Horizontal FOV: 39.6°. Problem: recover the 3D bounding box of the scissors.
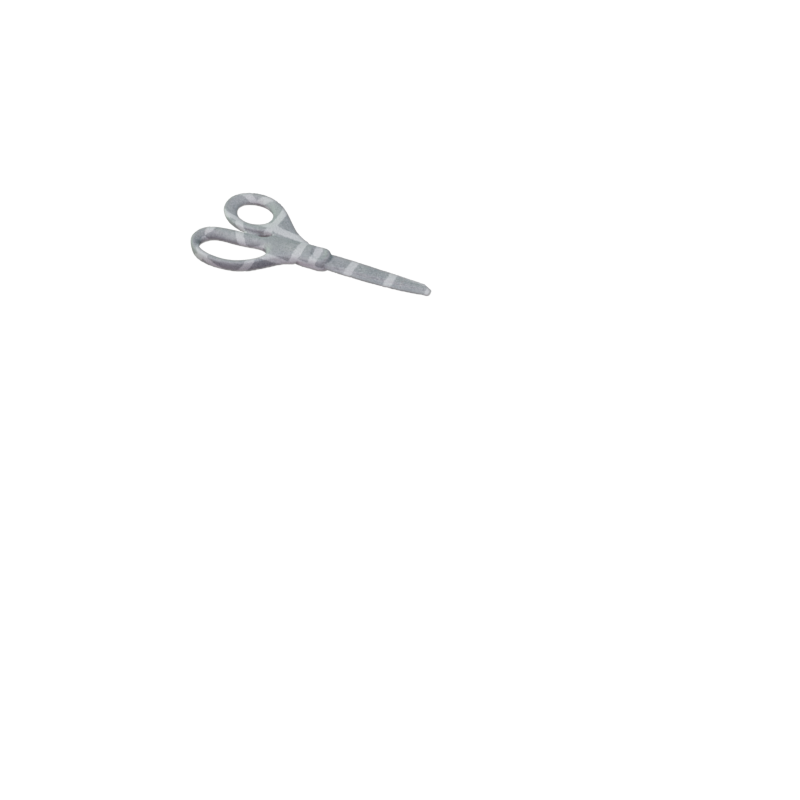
[{"bbox_3d":[-0.072,-0.132,0.926,0.203,0.102,0.015,6,-41,5],"label":"scissors"}]
